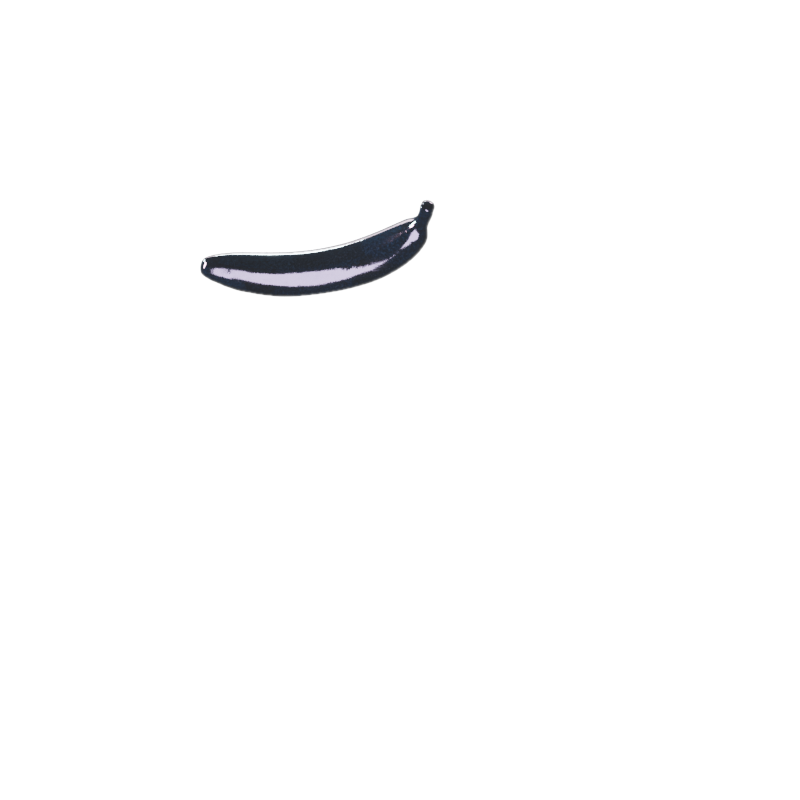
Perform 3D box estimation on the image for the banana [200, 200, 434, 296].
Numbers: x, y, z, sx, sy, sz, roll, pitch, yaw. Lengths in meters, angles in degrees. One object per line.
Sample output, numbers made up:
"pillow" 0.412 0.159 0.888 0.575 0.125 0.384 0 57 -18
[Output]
"banana" -0.060 -0.116 0.900 0.199 0.064 0.039 -14 41 12
